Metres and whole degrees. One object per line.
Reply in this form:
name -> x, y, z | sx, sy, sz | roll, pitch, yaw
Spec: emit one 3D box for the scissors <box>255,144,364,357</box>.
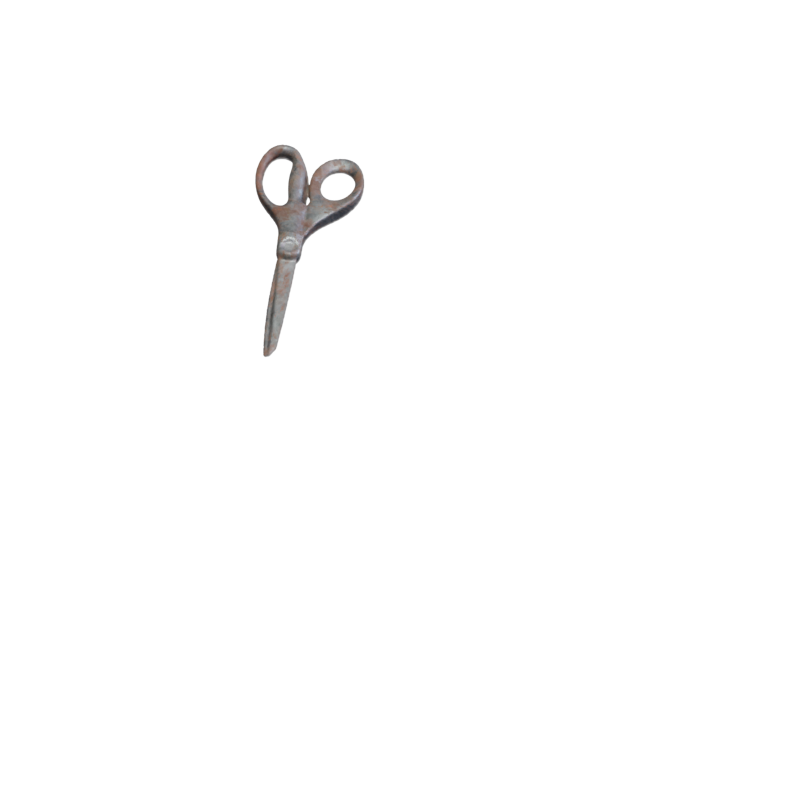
scissors -> -0.067, -0.122, 0.851 | 0.096, 0.217, 0.015 | -7, -36, -5
